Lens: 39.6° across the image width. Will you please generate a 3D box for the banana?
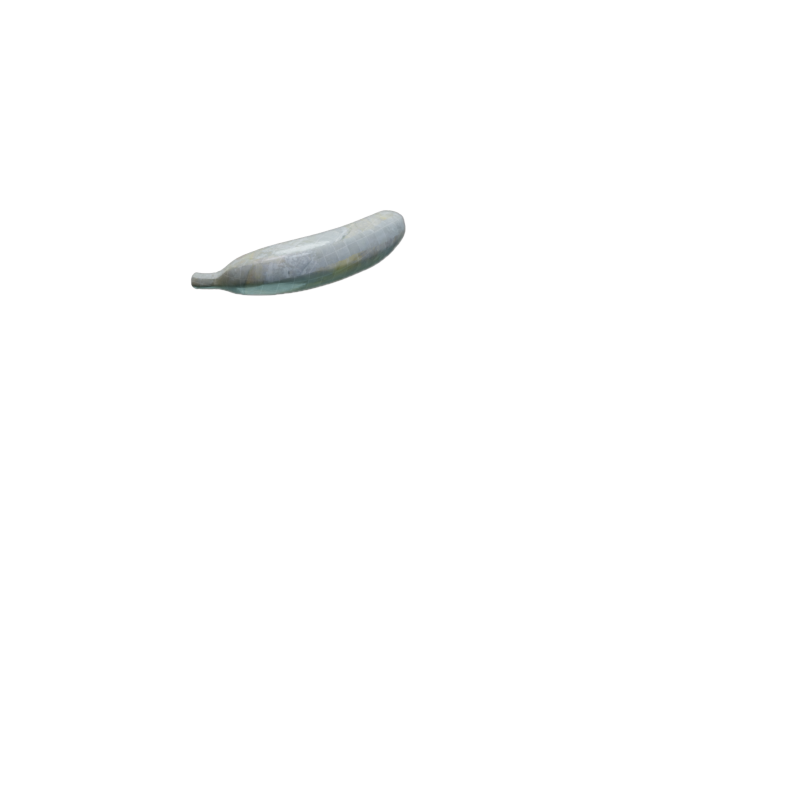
[{"bbox_3d":[-0.057,-0.113,0.833,0.195,0.035,0.074,-21,33,-35],"label":"banana"}]
